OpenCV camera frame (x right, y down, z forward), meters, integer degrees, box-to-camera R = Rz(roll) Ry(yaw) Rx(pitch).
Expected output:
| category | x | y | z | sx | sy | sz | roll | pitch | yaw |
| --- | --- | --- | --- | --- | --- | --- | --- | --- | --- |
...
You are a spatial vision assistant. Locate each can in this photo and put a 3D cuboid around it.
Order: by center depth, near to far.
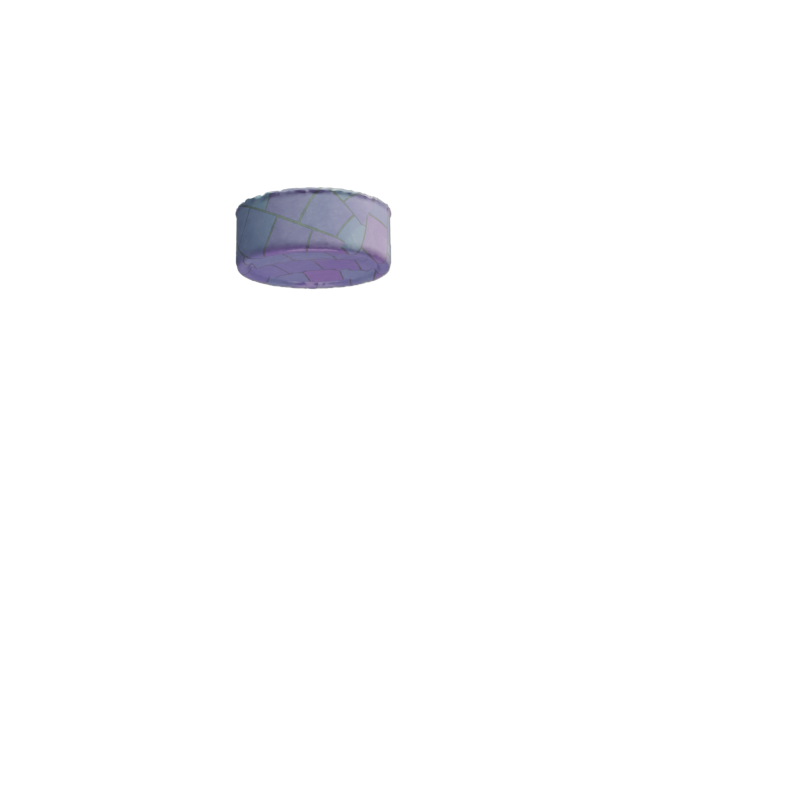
| category | x | y | z | sx | sy | sz | roll | pitch | yaw |
| --- | --- | --- | --- | --- | --- | --- | --- | --- | --- |
| can | -0.047 | -0.086 | 0.605 | 0.086 | 0.035 | 0.083 | 0 | -10 | -2 |
